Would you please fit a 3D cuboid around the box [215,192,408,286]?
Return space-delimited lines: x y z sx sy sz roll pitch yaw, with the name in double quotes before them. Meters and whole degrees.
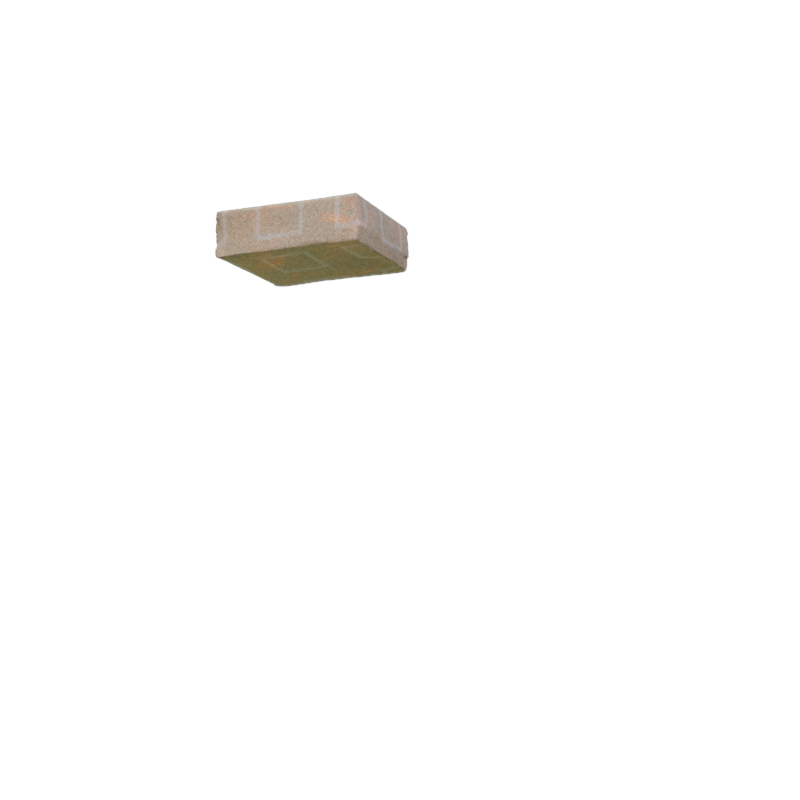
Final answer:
"box" -0.062 -0.113 0.792 0.116 0.040 0.085 -5 -12 24
